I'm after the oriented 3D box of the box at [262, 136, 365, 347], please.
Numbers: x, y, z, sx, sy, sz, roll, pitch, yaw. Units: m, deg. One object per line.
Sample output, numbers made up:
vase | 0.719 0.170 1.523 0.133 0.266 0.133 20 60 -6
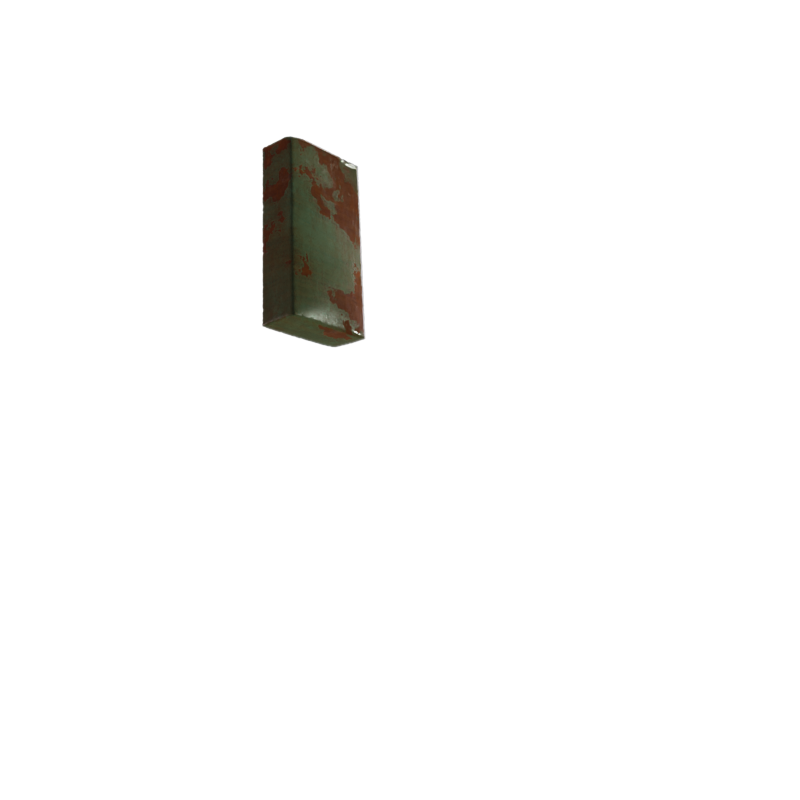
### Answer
box | -0.078 -0.143 0.997 0.049 0.185 0.088 -20 -27 39
